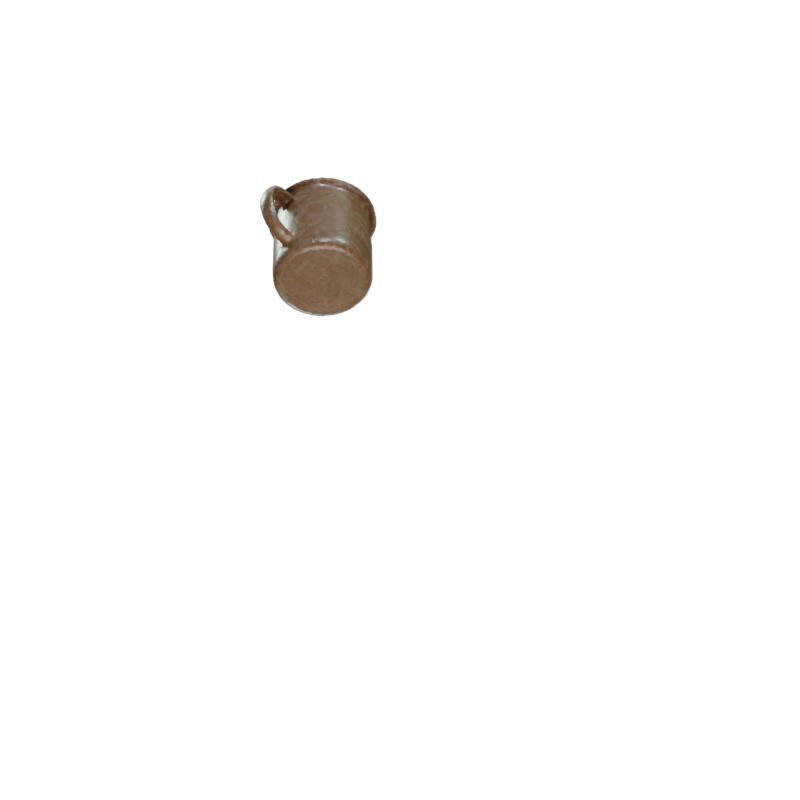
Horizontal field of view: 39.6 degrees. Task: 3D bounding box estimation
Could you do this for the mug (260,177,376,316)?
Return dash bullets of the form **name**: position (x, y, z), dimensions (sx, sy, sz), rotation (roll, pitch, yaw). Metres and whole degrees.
- **mug**: position (-0.072, -0.131, 0.917), dimensions (0.093, 0.087, 0.109), rotation (-31, -54, 24)
